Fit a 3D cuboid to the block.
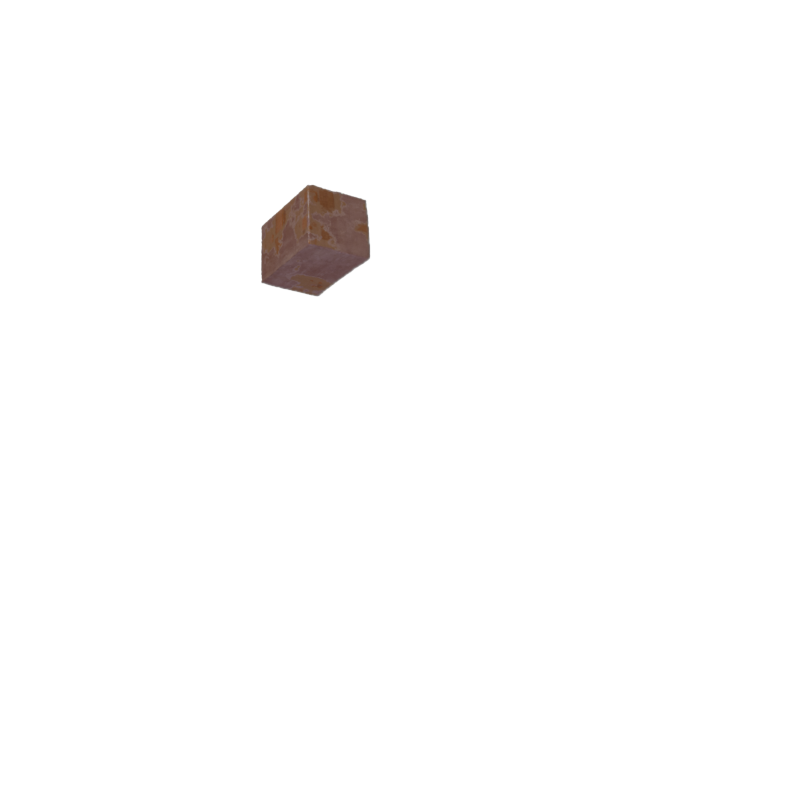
[{"bbox_3d":[-0.065,-0.119,0.834,0.050,0.054,0.077,13,-26,-31],"label":"block"}]
